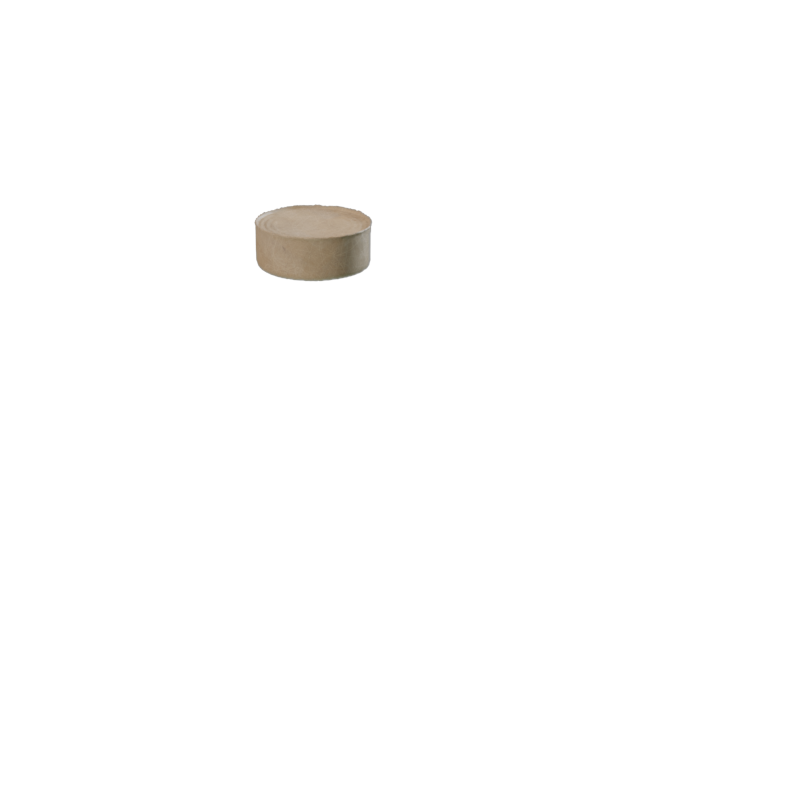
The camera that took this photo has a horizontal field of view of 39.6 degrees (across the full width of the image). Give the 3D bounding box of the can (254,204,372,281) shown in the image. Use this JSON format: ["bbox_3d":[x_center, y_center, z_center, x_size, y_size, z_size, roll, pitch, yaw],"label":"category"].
[{"bbox_3d":[-0.064,-0.116,0.814,0.086,0.032,0.090,-1,24,-2],"label":"can"}]
